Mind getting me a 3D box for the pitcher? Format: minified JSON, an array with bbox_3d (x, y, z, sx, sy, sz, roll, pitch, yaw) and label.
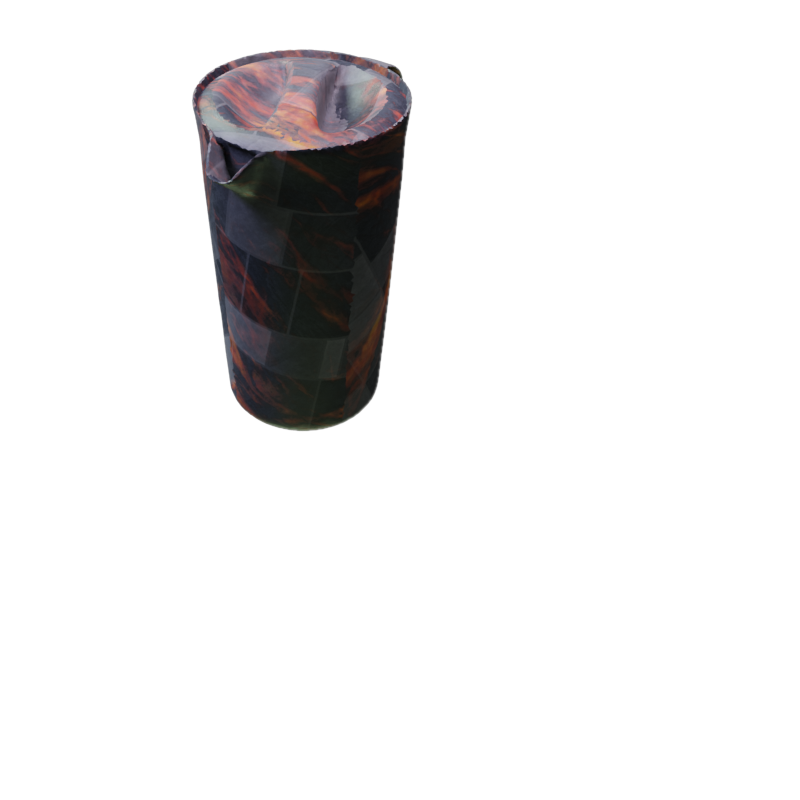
[{"bbox_3d":[-0.058,-0.106,0.744,0.147,0.227,0.157,-7,40,-11],"label":"pitcher"}]
